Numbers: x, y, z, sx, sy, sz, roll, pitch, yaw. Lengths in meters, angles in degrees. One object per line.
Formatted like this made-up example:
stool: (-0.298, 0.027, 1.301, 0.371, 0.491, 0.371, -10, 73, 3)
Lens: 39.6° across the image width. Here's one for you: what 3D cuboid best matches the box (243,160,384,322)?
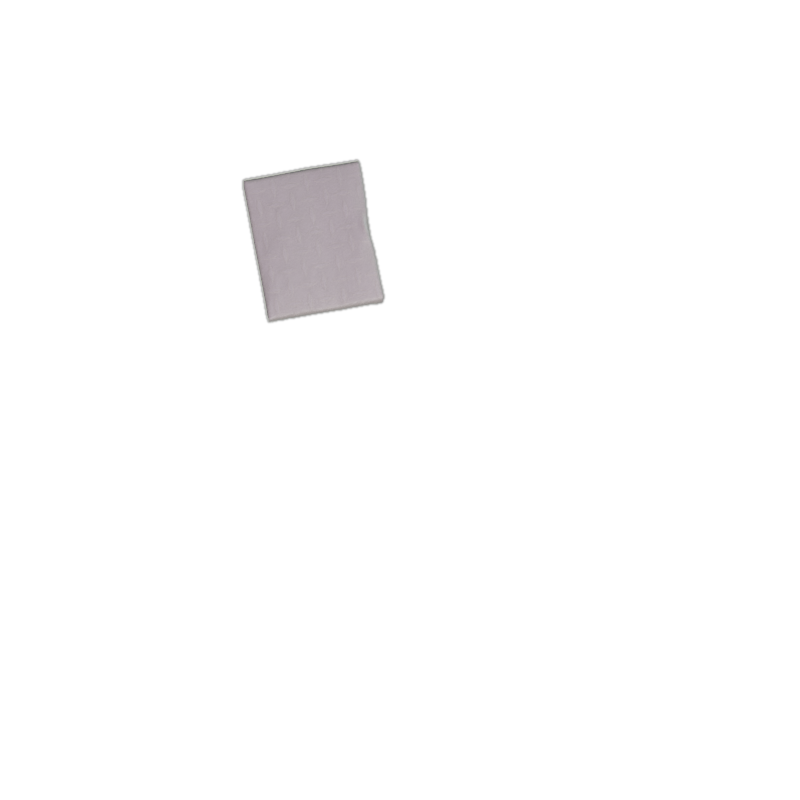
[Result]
box: (-0.053, -0.097, 0.683, 0.073, 0.090, 0.030, -10, -2, -1)
